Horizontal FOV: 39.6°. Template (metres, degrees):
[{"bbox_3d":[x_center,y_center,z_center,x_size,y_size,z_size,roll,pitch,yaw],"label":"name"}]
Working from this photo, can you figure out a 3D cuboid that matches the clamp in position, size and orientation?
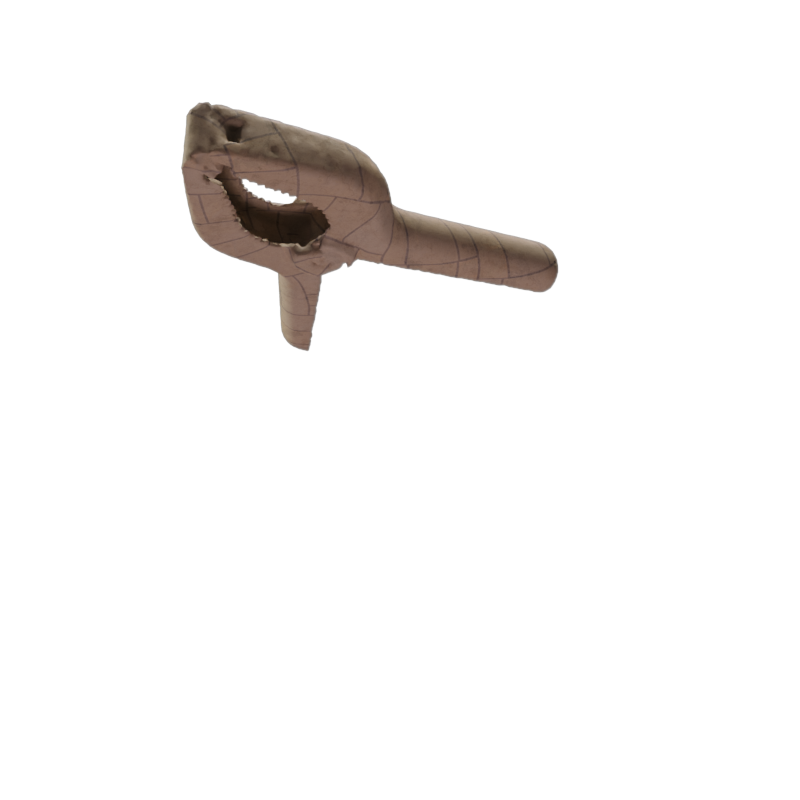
[{"bbox_3d":[-0.043,-0.078,0.547,0.166,0.038,0.196,-18,-29,35],"label":"clamp"}]
